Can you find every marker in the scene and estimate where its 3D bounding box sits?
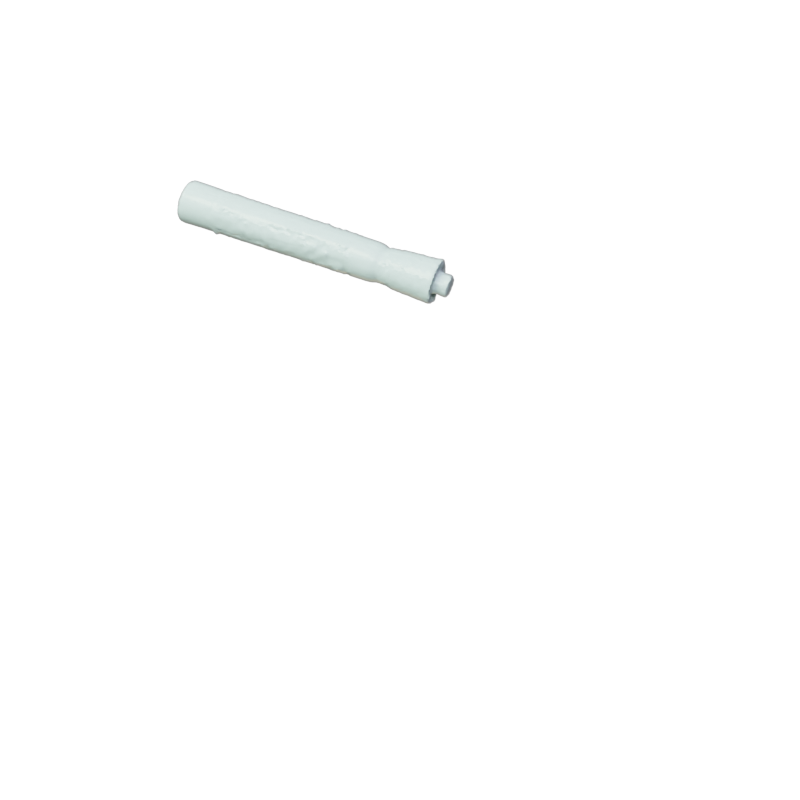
[{"bbox_3d":[-0.036,-0.066,0.460,0.125,0.019,0.019,20,10,18],"label":"marker"}]
